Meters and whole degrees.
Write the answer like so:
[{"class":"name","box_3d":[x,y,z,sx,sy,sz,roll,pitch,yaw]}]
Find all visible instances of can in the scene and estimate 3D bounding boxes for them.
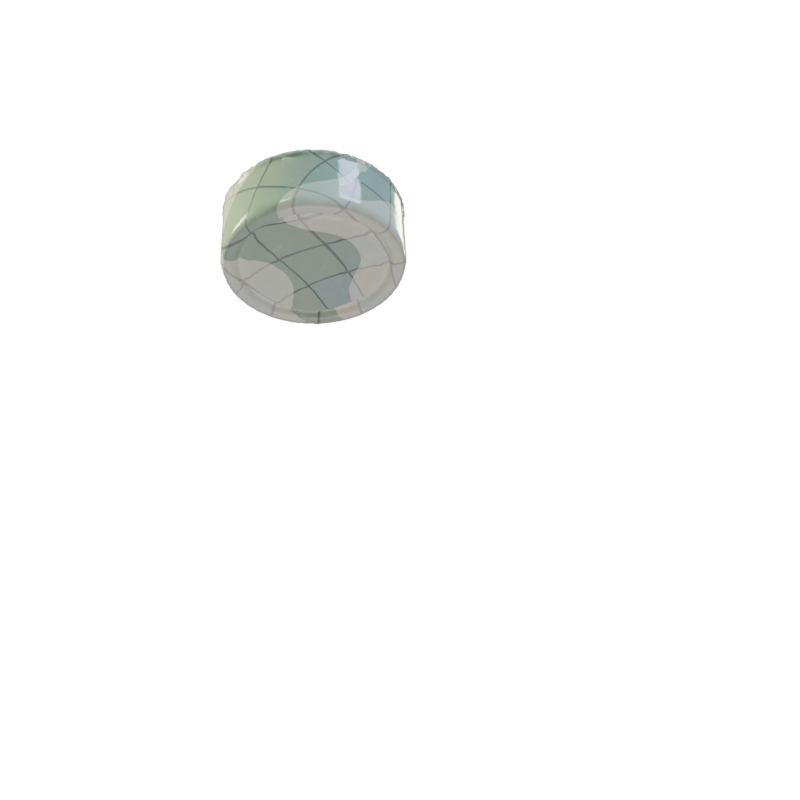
[{"class":"can","box_3d":[-0.040,-0.073,0.512,0.086,0.036,0.080,1,-38,-2]}]
